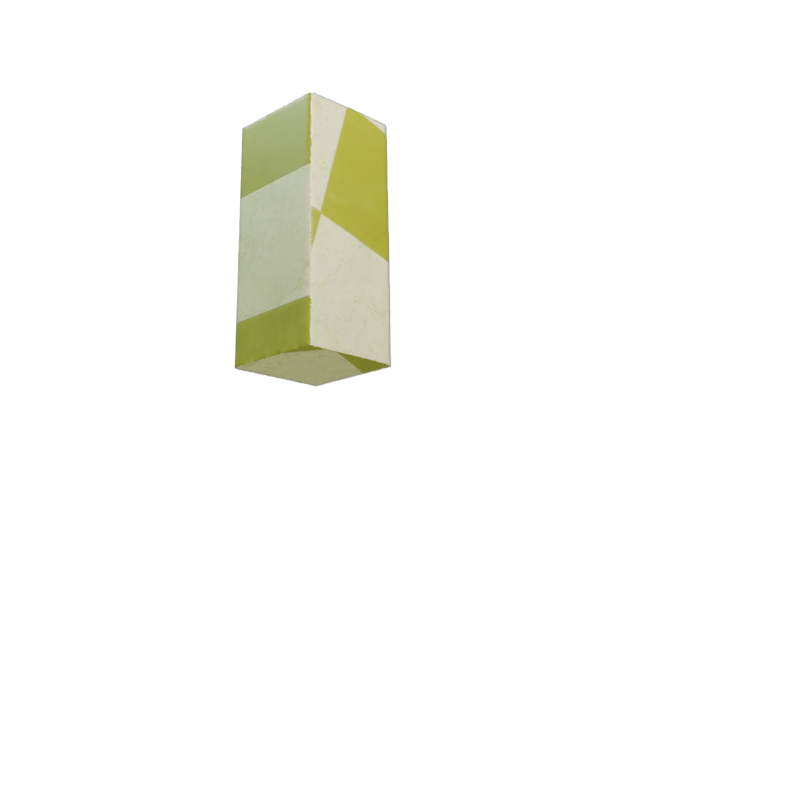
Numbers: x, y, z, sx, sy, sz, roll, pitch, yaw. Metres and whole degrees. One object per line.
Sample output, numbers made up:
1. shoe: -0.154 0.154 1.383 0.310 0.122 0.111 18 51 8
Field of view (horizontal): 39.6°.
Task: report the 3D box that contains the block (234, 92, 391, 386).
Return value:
1. block: -0.069 -0.126 0.886 0.085 0.216 0.092 17 -26 -42
